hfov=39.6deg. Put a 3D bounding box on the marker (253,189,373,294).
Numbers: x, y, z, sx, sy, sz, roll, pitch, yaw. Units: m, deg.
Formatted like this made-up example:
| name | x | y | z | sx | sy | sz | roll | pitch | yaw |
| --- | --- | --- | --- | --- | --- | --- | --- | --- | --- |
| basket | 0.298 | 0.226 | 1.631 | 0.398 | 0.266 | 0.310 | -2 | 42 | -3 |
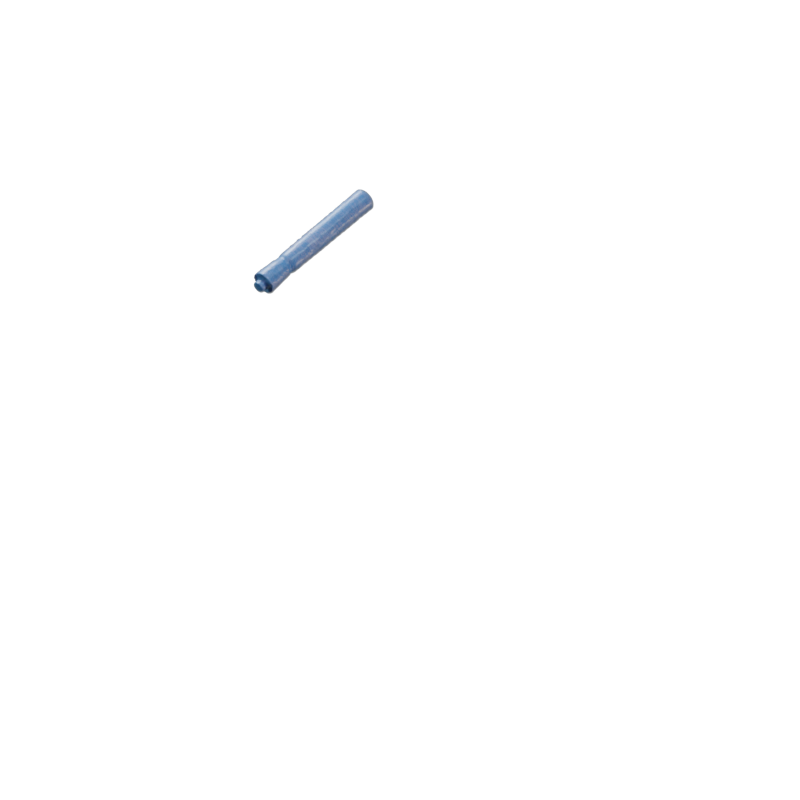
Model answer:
| name | x | y | z | sx | sy | sz | roll | pitch | yaw |
| --- | --- | --- | --- | --- | --- | --- | --- | --- | --- |
| marker | -0.065 | -0.119 | 0.835 | 0.021 | 0.019 | 0.123 | 4 | 41 | 50 |
